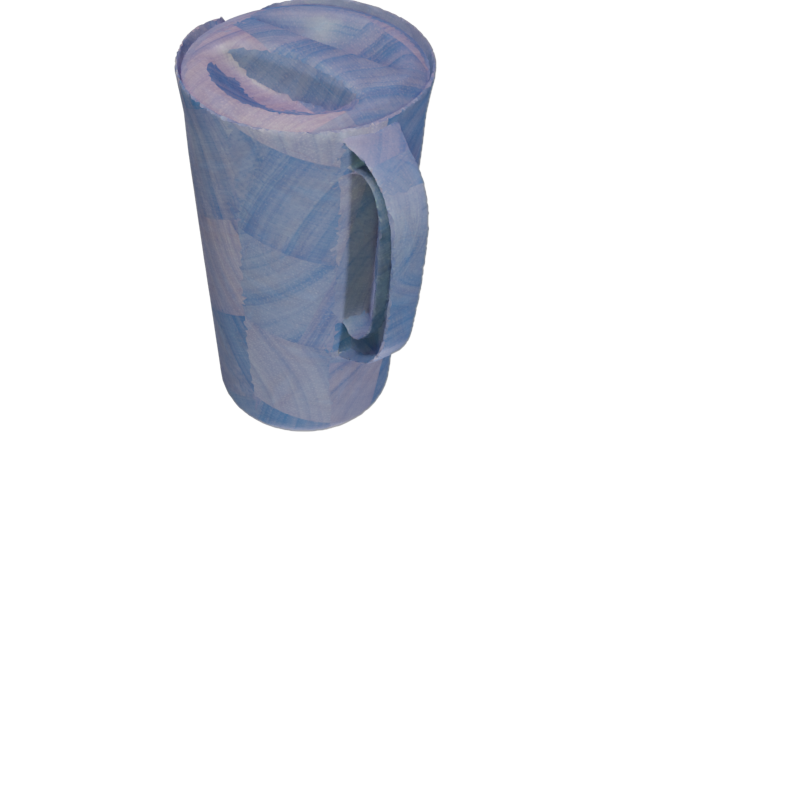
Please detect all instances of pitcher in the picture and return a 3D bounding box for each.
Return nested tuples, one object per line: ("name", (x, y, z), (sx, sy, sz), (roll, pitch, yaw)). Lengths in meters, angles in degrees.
("pitcher", (-0.049, -0.090, 0.629), (0.147, 0.226, 0.157), (11, 45, 8))
